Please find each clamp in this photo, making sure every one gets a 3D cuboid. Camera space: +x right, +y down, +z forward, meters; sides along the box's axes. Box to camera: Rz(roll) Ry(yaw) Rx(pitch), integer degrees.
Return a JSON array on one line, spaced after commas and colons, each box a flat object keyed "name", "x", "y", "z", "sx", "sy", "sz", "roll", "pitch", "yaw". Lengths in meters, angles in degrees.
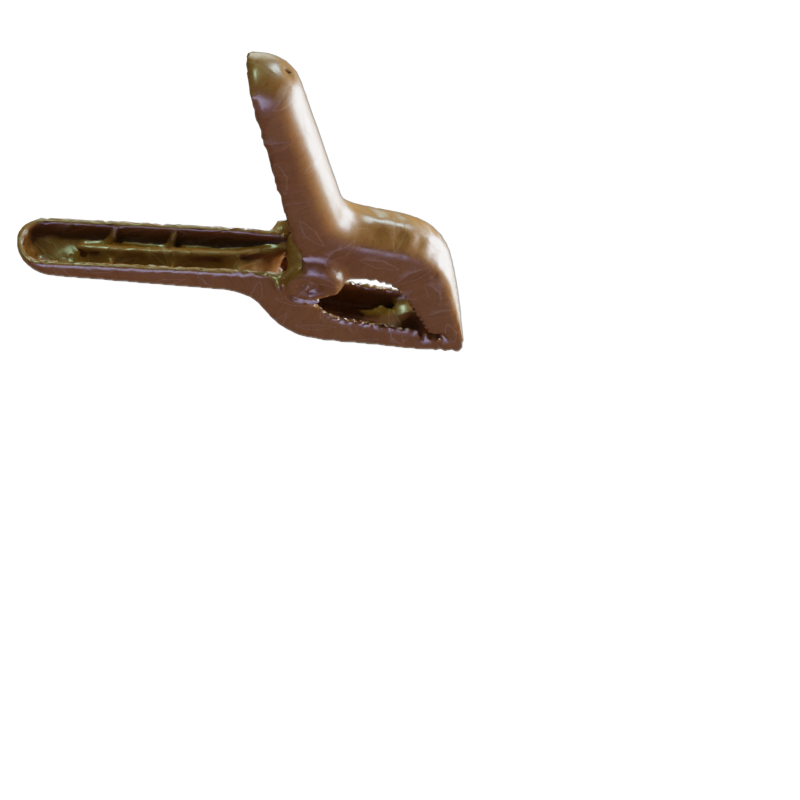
[{"name": "clamp", "x": -0.038, "y": -0.069, "z": 0.485, "sx": 0.199, "sy": 0.039, "sz": 0.164, "roll": 19, "pitch": -32, "yaw": -34}]
